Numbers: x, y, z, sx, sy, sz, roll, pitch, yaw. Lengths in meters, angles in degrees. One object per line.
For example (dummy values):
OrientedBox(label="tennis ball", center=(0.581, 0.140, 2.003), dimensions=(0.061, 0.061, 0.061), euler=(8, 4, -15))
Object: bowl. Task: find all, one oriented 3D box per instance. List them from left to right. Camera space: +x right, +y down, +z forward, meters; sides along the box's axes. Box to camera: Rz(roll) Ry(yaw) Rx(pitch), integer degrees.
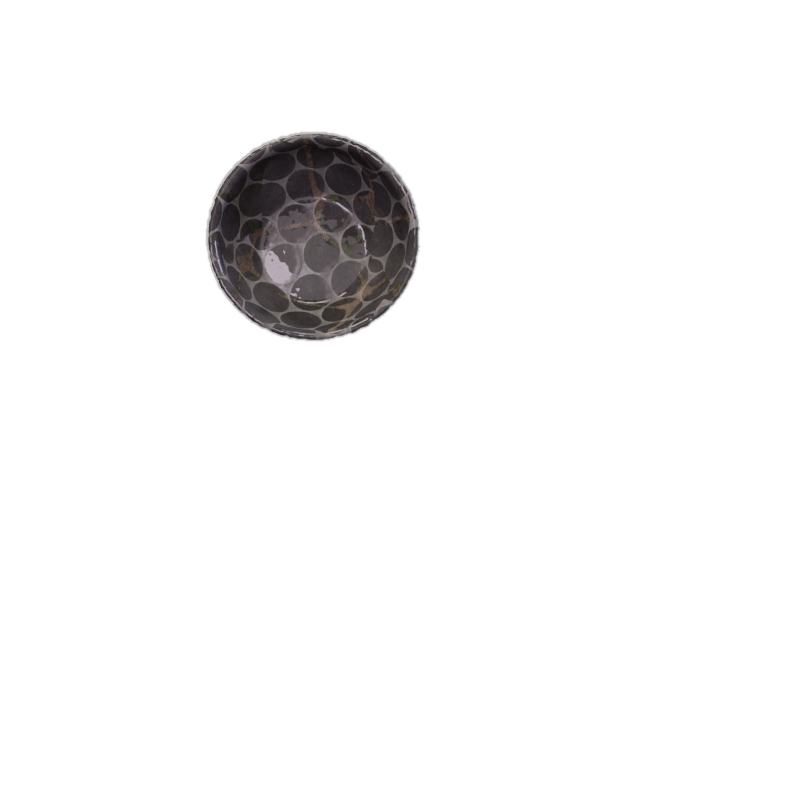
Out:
OrientedBox(label="bowl", center=(-0.068, -0.124, 0.866), dimensions=(0.162, 0.167, 0.053), euler=(0, -12, -1))
